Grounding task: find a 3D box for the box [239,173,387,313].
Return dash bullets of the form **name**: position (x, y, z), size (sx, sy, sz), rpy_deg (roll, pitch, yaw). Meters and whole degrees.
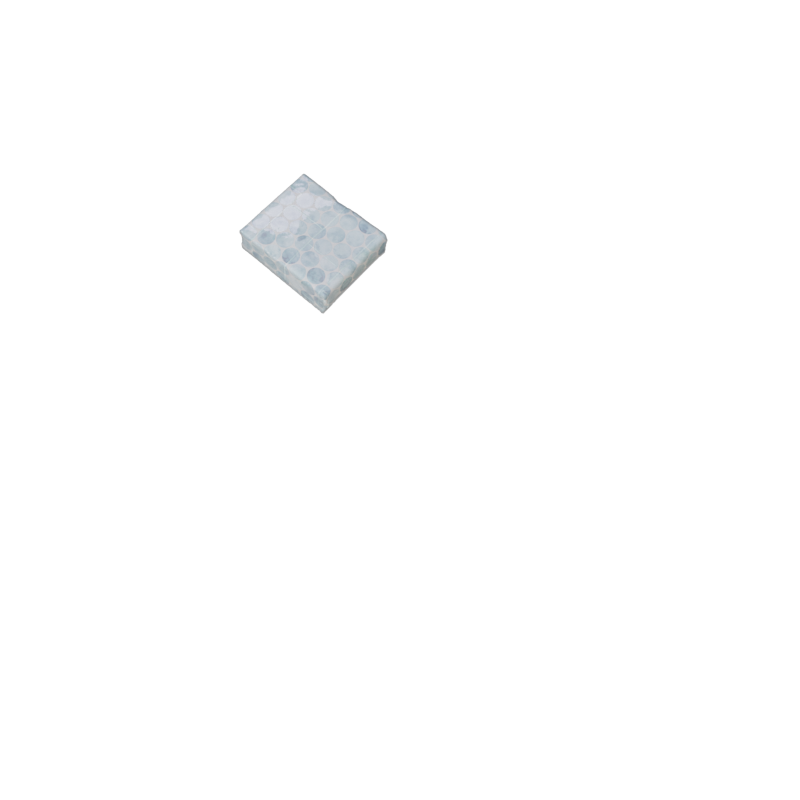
- **box**: position (-0.067, -0.122, 0.853), size (0.093, 0.074, 0.028), rpy_deg (38, -22, 18)
